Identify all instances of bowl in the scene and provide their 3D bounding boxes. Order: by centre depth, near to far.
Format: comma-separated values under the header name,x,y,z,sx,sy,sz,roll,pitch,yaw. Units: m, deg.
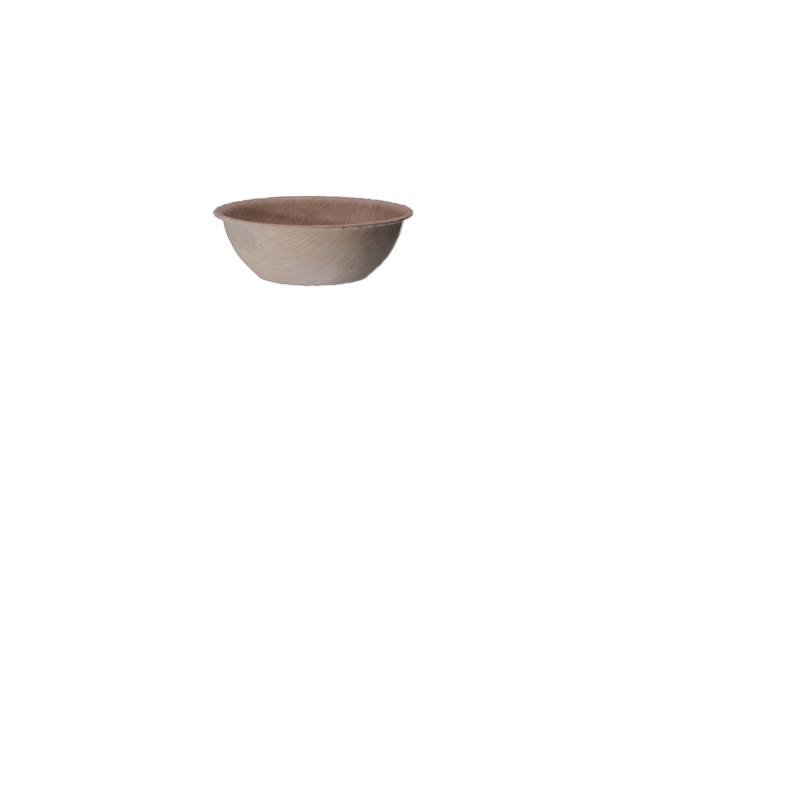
name,x,y,z,sx,sy,sz,roll,pitch,yaw
bowl,-0.070,-0.128,0.899,0.162,0.053,0.168,-1,17,-2
